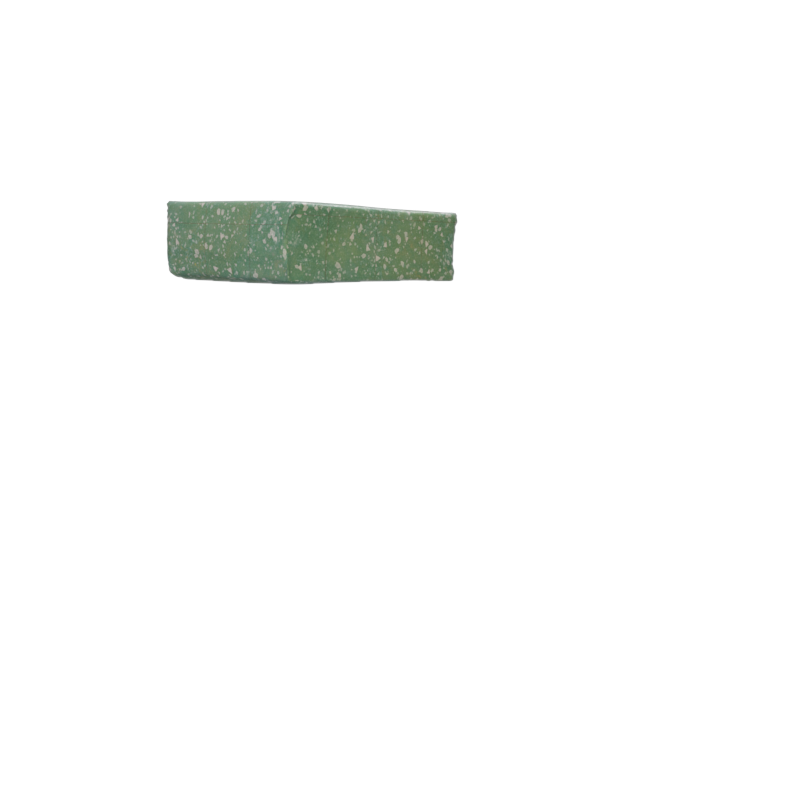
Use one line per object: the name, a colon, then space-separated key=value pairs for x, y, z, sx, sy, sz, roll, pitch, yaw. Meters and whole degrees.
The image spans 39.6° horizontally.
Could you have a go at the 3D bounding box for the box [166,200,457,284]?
box: x=-0.042 y=-0.076 z=0.533 sx=0.094 sy=0.038 sz=0.110 roll=7 pitch=11 yaw=43
